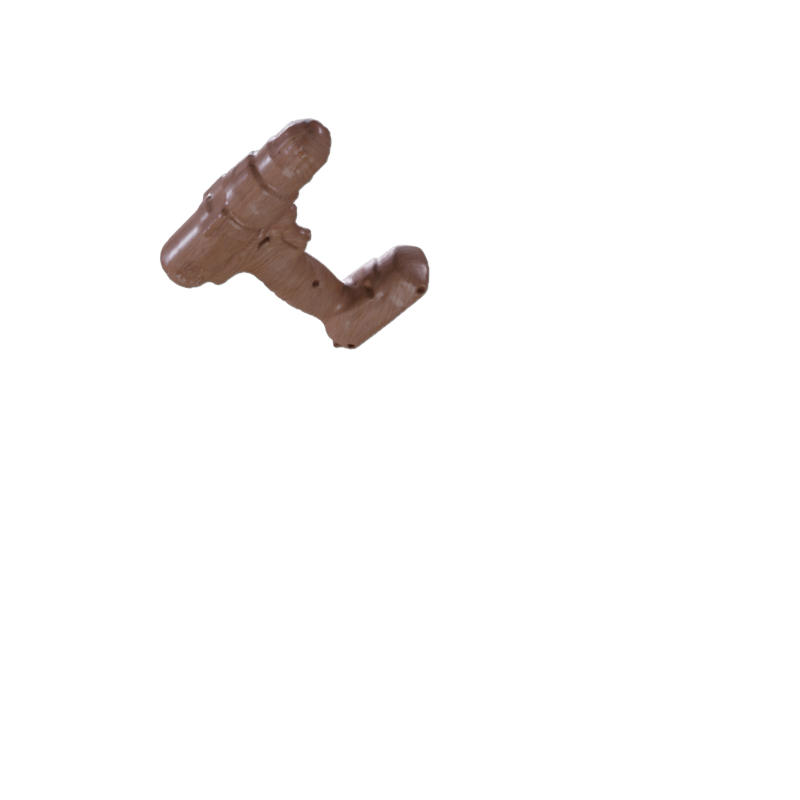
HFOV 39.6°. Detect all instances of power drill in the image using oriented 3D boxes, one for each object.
[{"bbox_3d":[-0.068,-0.125,0.873,0.177,0.062,0.182,30,-49,-30],"label":"power drill"}]
